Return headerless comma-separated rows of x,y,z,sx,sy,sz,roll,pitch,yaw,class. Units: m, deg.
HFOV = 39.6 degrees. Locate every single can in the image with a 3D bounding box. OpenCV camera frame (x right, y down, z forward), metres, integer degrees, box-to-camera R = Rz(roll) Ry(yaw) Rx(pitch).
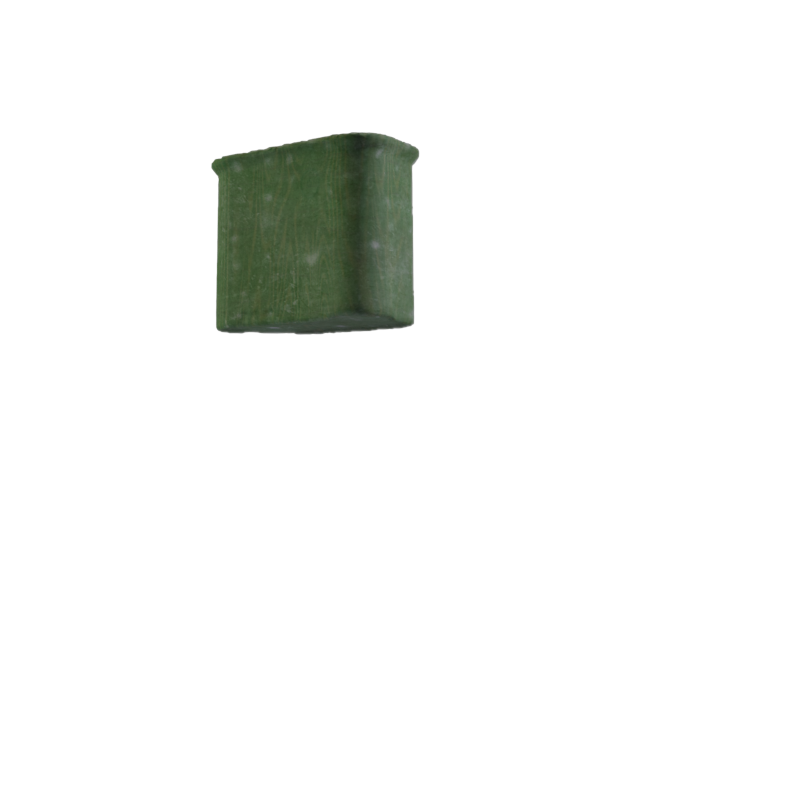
-0.042,-0.076,0.531,0.105,0.086,0.055,-4,-8,33,can
